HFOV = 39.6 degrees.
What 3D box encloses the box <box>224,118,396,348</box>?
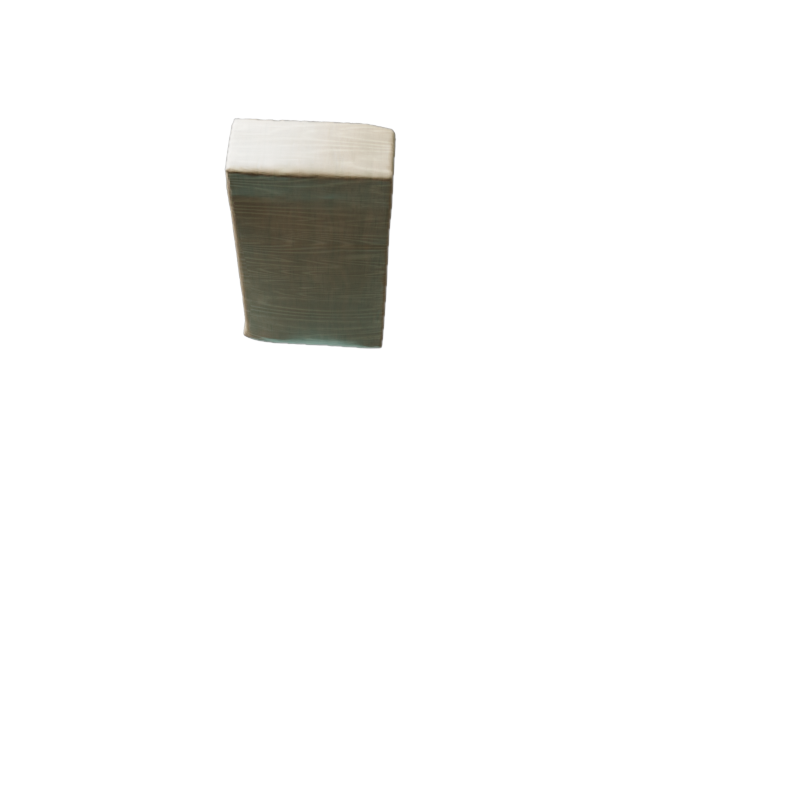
[{"bbox_3d":[-0.052,-0.096,0.670,0.093,0.051,0.165,5,-34,0],"label":"box"}]
